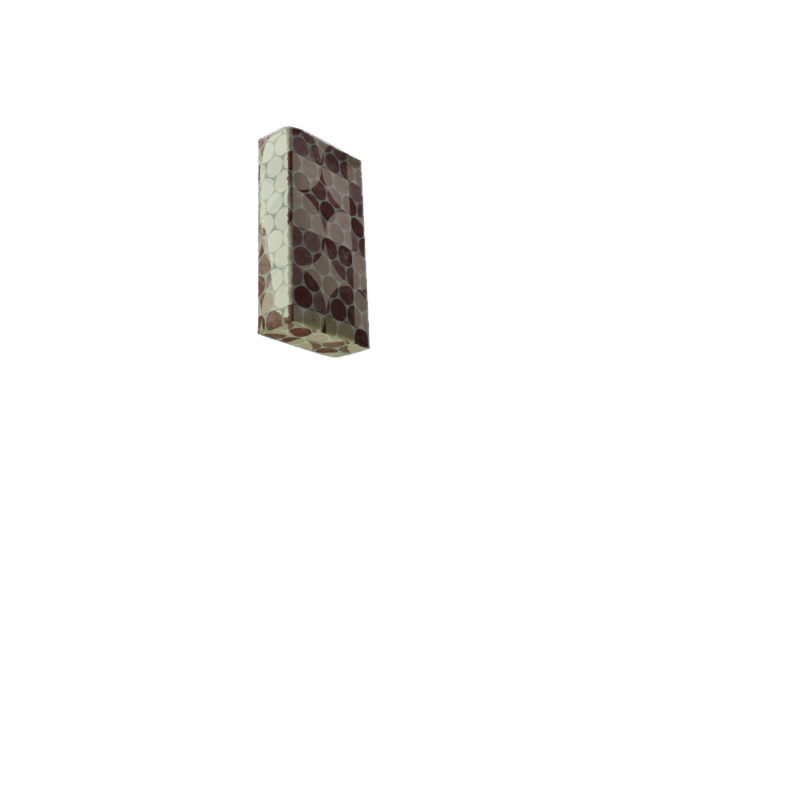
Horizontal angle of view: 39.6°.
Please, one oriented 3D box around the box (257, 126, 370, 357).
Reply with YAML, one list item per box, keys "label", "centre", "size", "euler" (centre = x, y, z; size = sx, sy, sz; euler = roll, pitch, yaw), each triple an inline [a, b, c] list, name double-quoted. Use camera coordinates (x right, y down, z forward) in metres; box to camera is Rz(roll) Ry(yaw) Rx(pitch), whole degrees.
- label: "box"
  centre: [-0.071, -0.130, 0.910]
  size: [0.049, 0.185, 0.088]
  euler: [-20, -28, 38]
